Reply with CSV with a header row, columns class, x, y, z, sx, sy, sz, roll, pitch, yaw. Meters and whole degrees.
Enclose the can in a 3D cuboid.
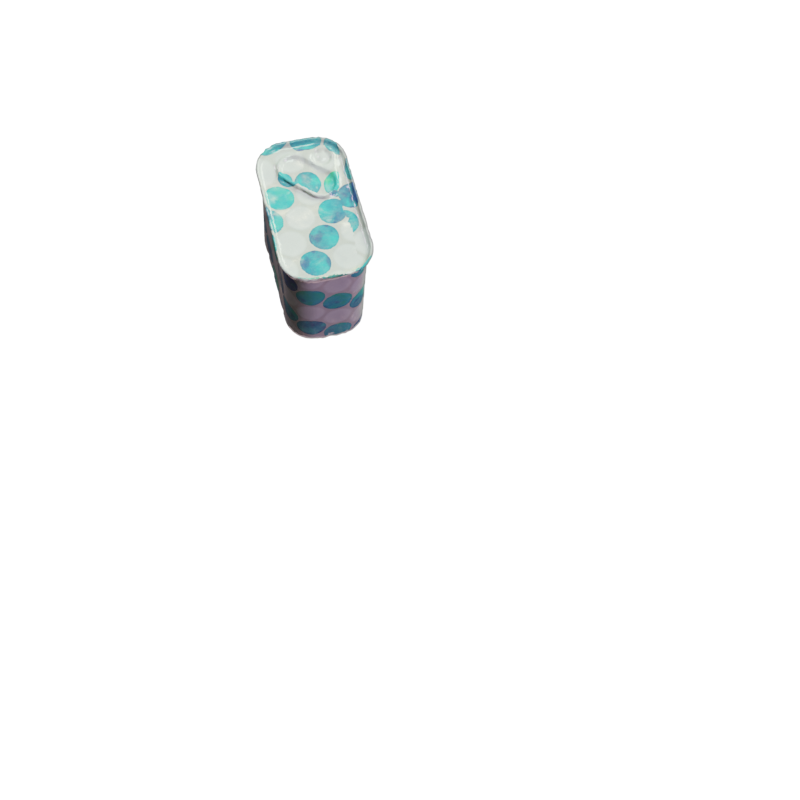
class,x,y,z,sx,sy,sz,roll,pitch,yaw
can,-0.055,-0.100,0.701,0.057,0.109,0.079,-12,-27,-9
